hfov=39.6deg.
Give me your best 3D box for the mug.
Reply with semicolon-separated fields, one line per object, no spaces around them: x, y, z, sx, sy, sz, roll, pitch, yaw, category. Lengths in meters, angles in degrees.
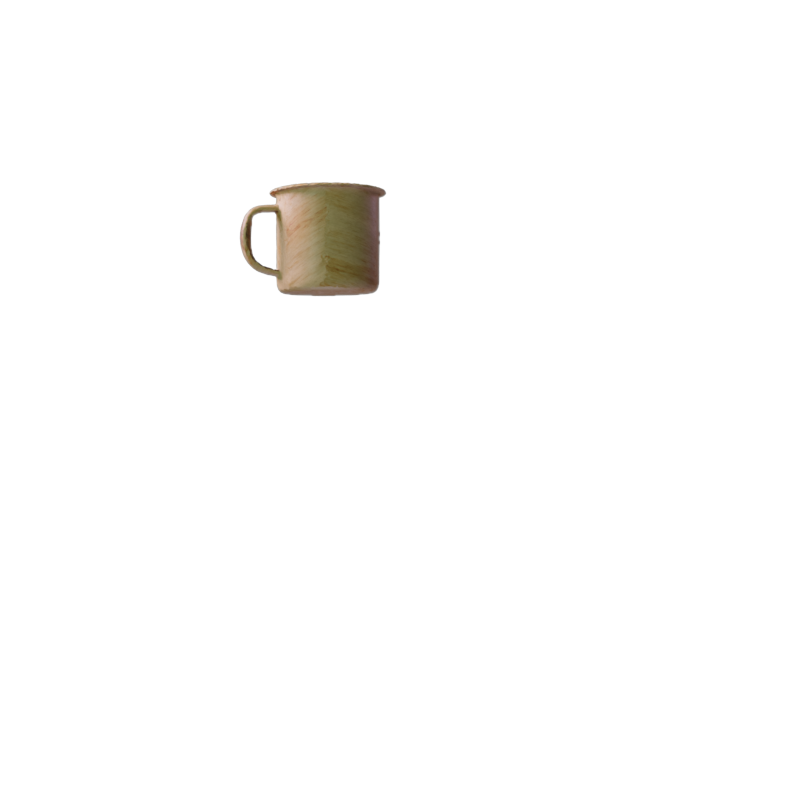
-0.069;-0.125;0.876;0.114;0.082;0.095;0;-2;-18;mug
